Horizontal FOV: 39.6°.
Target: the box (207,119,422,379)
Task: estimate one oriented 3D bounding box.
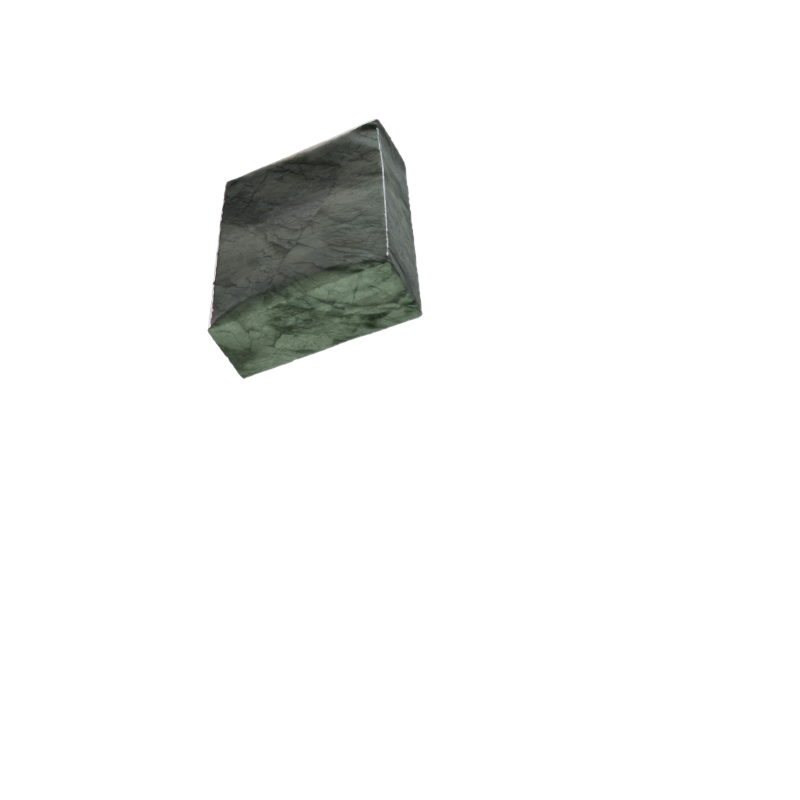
[{"bbox_3d":[-0.075,-0.137,0.959,0.165,0.229,0.066,-20,-49,15],"label":"box"}]
